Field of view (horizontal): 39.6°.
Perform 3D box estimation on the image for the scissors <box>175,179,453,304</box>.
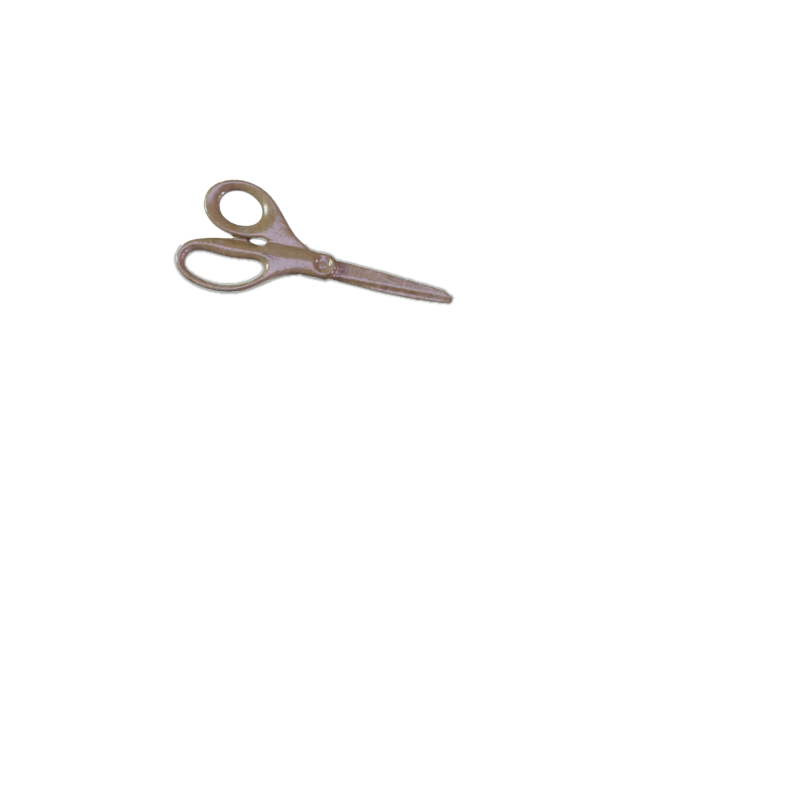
[{"bbox_3d":[-0.064,-0.117,0.819,0.201,0.100,0.015,-1,-18,0],"label":"scissors"}]
